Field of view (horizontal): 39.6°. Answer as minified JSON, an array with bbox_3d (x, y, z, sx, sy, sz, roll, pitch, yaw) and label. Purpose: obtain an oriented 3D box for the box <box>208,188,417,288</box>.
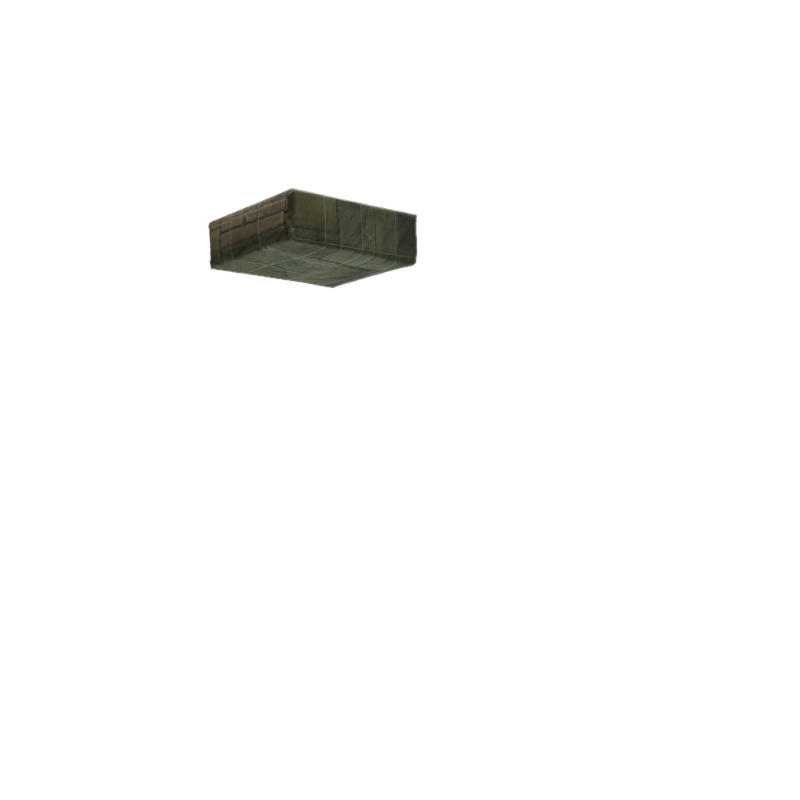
[{"bbox_3d":[-0.058,-0.106,0.740,0.108,0.040,0.092,7,-12,-41],"label":"box"}]
